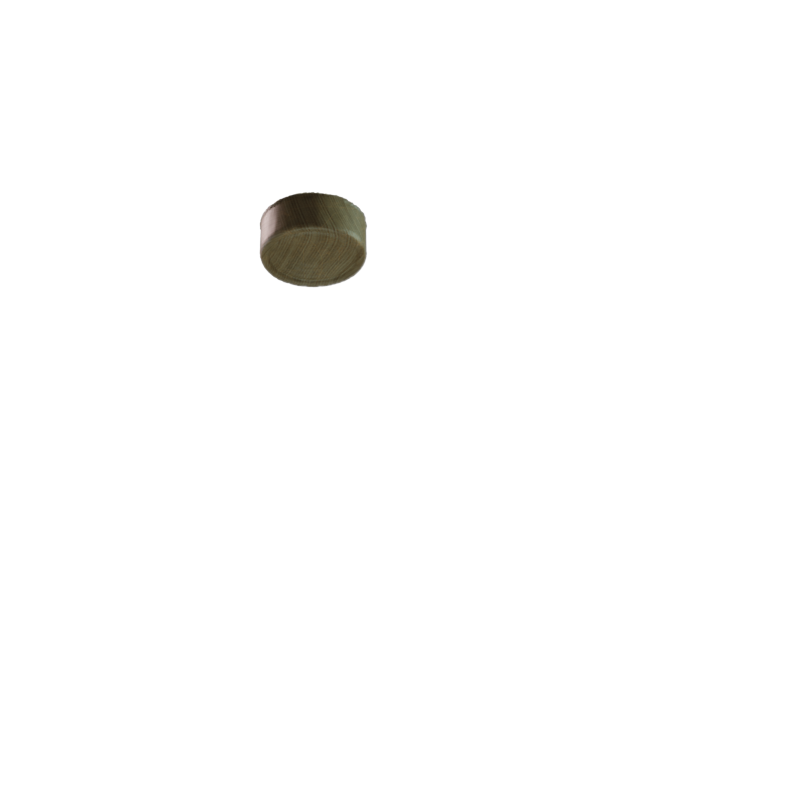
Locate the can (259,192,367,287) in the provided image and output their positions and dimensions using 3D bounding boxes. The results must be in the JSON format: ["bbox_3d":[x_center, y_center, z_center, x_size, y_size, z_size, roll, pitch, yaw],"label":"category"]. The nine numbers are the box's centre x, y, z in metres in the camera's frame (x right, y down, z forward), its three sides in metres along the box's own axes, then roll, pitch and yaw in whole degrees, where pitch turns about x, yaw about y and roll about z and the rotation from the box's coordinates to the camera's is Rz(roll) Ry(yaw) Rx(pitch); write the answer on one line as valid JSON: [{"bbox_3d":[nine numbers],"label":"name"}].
[{"bbox_3d":[-0.069,-0.126,0.879,0.086,0.036,0.080,1,-31,-2],"label":"can"}]
